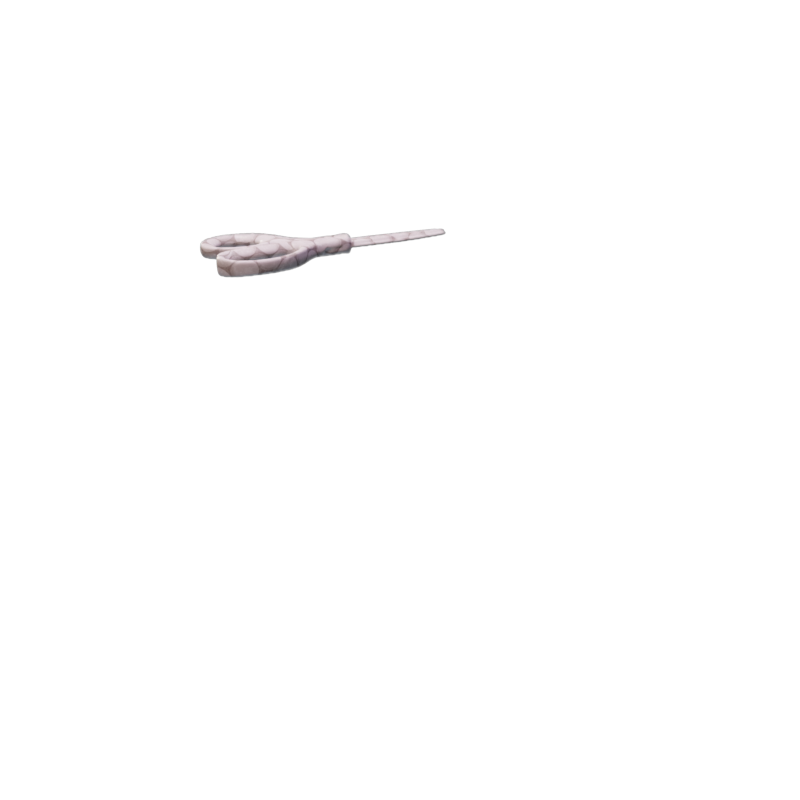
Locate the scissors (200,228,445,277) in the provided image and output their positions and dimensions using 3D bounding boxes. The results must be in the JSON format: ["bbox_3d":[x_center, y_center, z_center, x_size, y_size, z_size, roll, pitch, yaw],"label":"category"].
[{"bbox_3d":[-0.067,-0.122,0.853,0.102,0.015,0.198,19,28,41],"label":"scissors"}]
